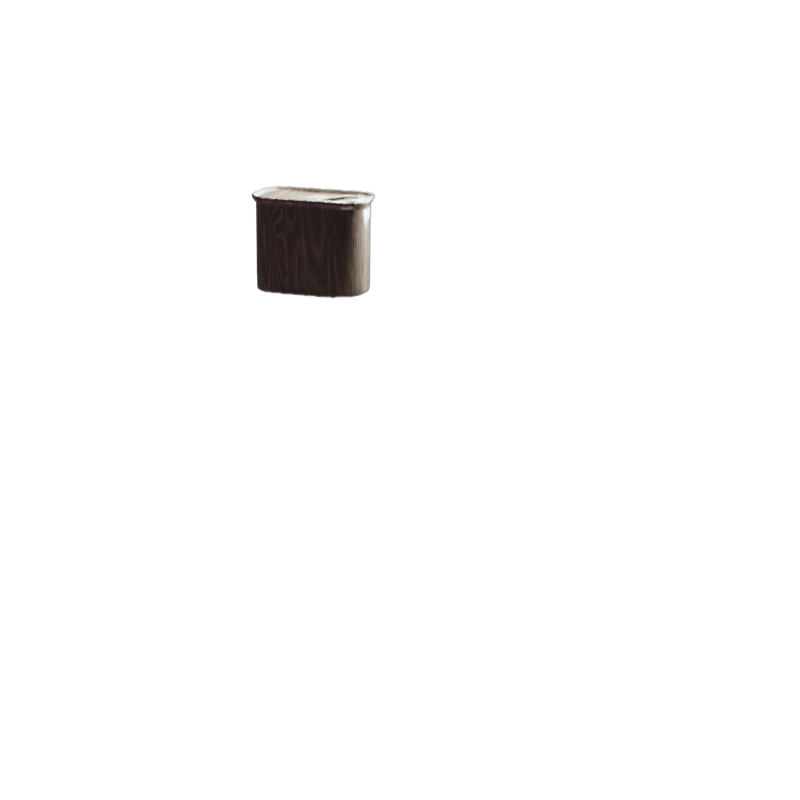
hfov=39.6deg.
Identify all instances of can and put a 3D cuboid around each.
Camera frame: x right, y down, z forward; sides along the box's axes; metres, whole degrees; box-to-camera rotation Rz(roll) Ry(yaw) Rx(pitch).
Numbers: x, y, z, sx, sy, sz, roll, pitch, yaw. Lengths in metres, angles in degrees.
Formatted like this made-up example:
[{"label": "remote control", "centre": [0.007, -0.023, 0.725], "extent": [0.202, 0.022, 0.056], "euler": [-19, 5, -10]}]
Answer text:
[{"label": "can", "centre": [-0.074, -0.135, 0.947], "extent": [0.104, 0.081, 0.058], "euler": [6, 16, 17]}]
